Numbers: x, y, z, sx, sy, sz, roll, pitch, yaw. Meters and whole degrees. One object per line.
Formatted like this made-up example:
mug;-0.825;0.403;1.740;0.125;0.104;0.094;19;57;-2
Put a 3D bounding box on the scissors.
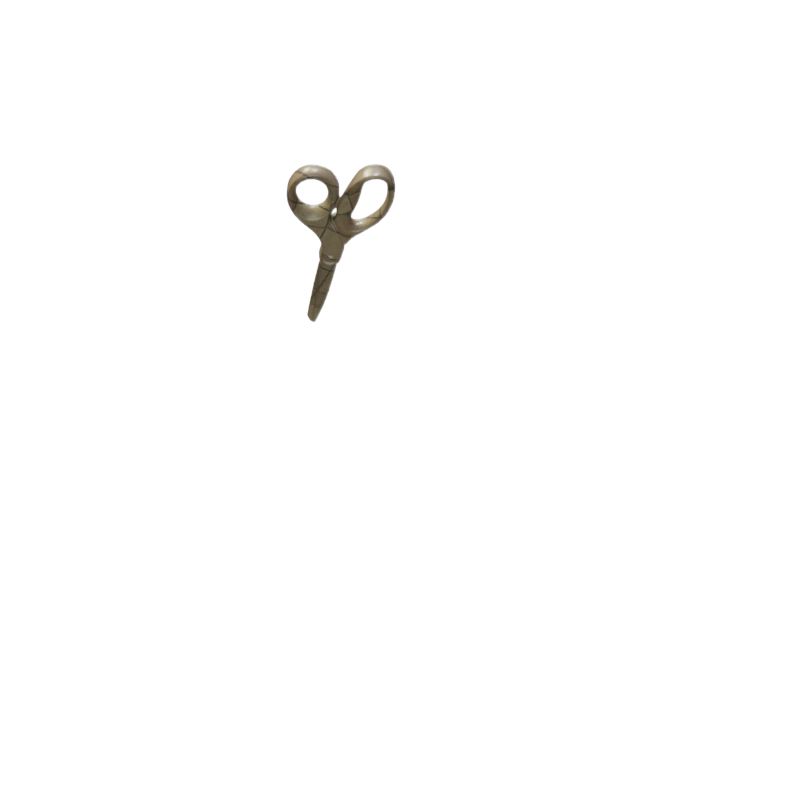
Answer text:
scissors;-0.074;-0.135;0.946;0.092;0.017;0.195;18;-41;-22
